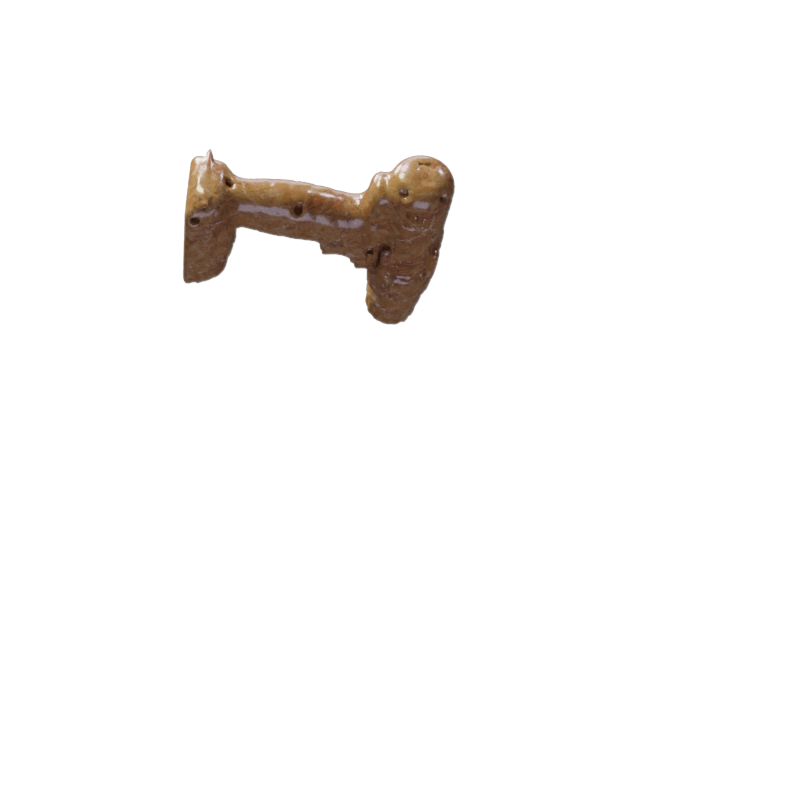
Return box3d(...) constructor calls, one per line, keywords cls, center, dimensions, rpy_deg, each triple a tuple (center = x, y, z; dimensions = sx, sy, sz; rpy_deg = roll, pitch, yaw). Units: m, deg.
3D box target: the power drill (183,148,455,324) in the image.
box3d(cls="power drill", center=(-0.063, -0.116, 0.810), dimensions=(0.186, 0.061, 0.174), rpy_deg=(3, -31, -6))
